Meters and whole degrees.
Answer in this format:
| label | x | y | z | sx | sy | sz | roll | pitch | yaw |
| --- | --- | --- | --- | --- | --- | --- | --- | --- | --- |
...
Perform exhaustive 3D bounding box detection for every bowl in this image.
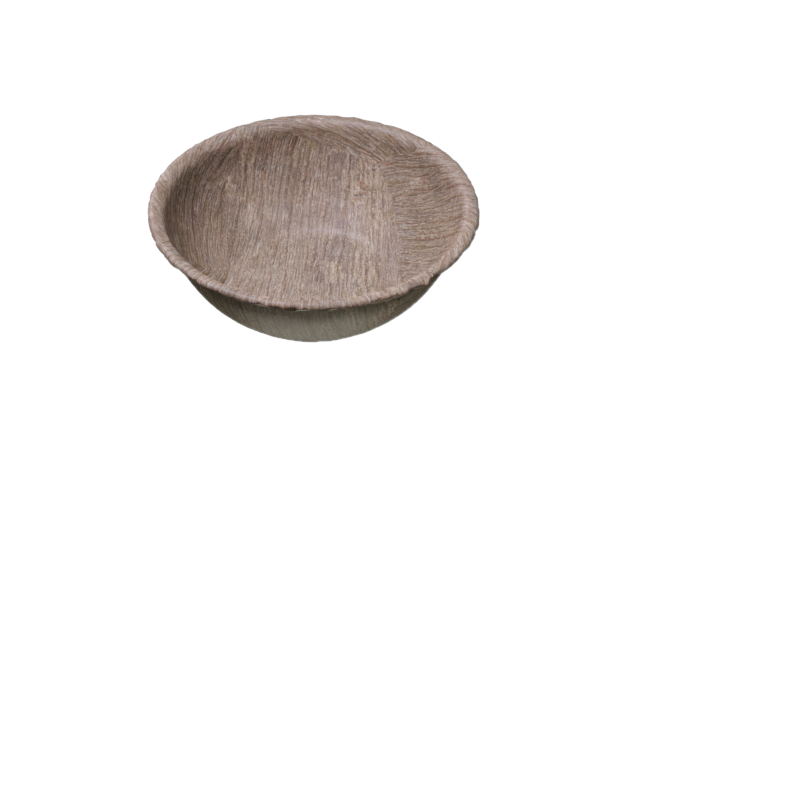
| label | x | y | z | sx | sy | sz | roll | pitch | yaw |
| --- | --- | --- | --- | --- | --- | --- | --- | --- | --- |
| bowl | -0.044 | -0.079 | 0.556 | 0.162 | 0.051 | 0.174 | -1 | 42 | -2 |
